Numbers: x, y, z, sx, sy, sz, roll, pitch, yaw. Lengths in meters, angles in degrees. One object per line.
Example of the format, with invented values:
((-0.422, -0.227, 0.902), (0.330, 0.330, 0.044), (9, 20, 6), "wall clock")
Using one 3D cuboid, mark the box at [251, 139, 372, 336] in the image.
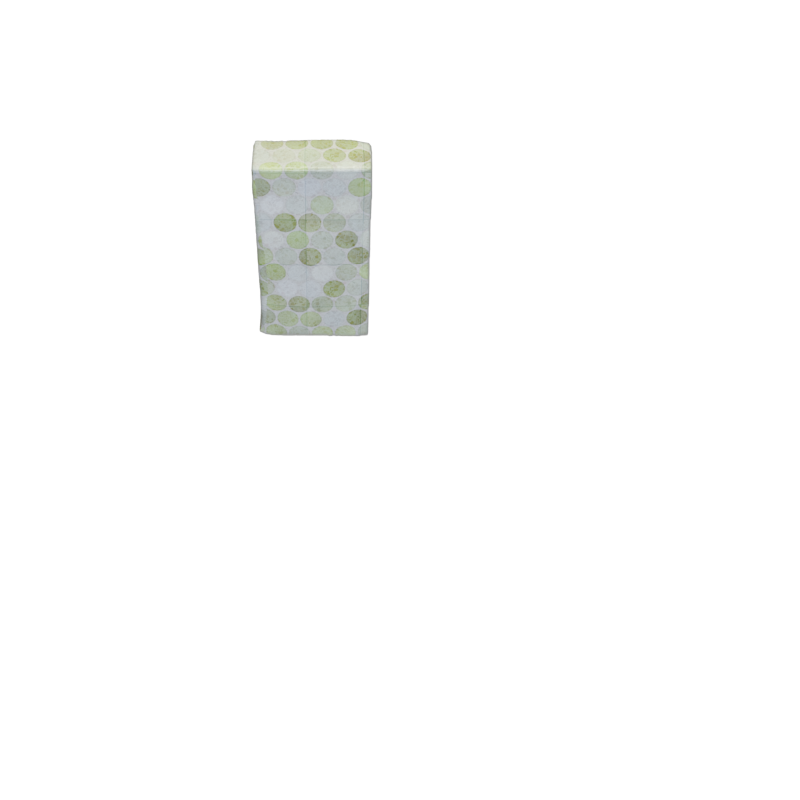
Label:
((-0.070, -0.128, 0.897), (0.093, 0.164, 0.051), (1, 41, -2), "box")
